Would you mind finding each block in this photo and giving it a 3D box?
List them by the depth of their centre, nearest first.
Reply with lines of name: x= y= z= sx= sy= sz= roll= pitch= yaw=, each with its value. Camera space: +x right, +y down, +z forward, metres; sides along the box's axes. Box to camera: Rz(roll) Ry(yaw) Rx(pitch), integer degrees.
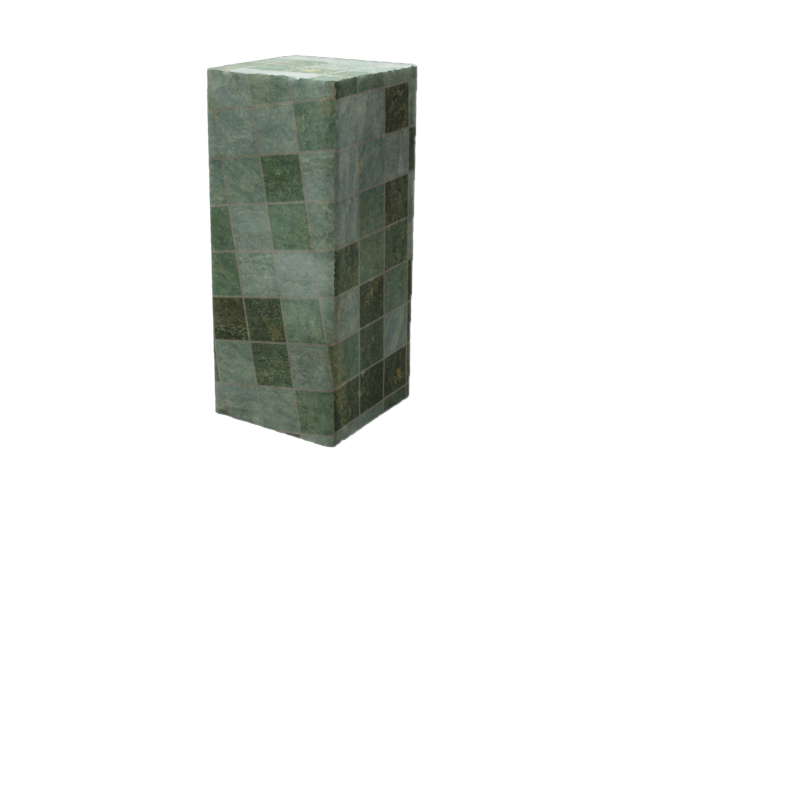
block: x=-0.051 y=-0.093 z=0.652 sx=0.094 sy=0.198 sz=0.090 roll=12 pitch=21 yaw=30
